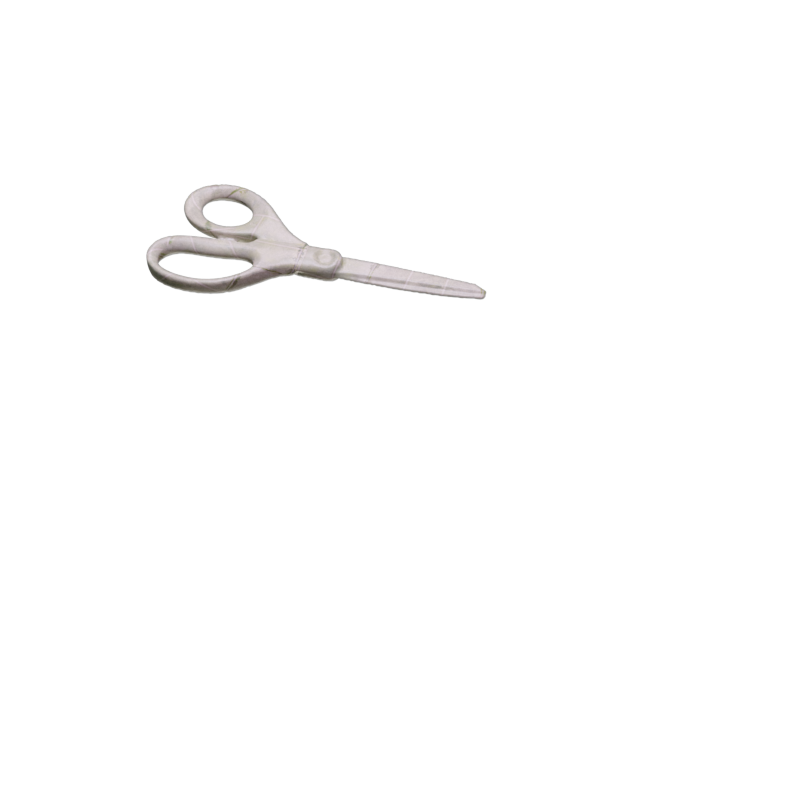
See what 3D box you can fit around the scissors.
[{"bbox_3d":[-0.053,-0.097,0.682,0.201,0.103,0.015,-1,-41,-1],"label":"scissors"}]
